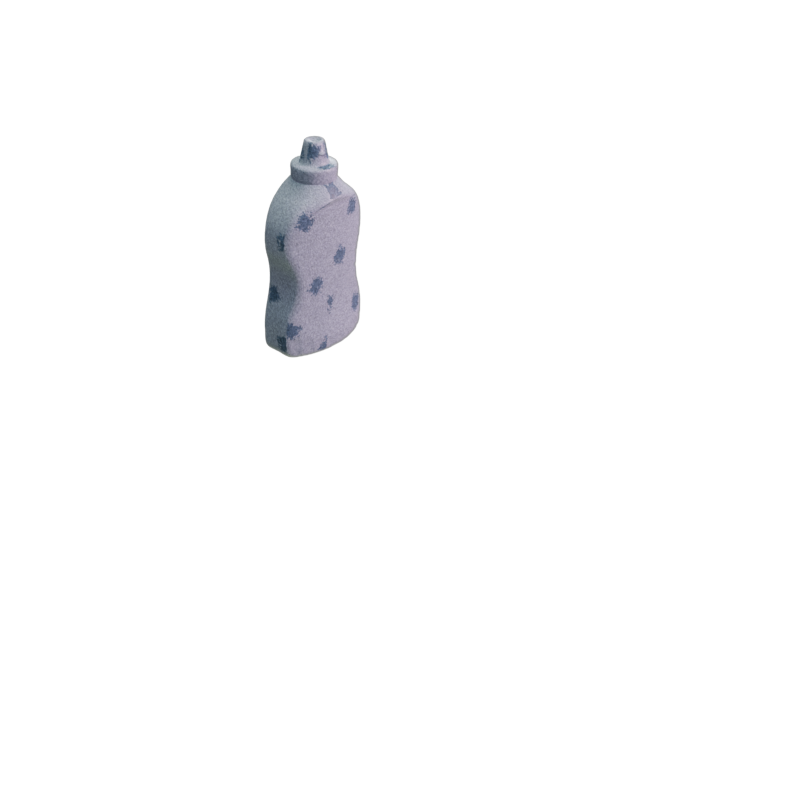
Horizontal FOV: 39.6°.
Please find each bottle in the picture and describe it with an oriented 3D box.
[{"bbox_3d":[-0.076,-0.138,0.970,0.062,0.181,0.095,26,36,38],"label":"bottle"}]
